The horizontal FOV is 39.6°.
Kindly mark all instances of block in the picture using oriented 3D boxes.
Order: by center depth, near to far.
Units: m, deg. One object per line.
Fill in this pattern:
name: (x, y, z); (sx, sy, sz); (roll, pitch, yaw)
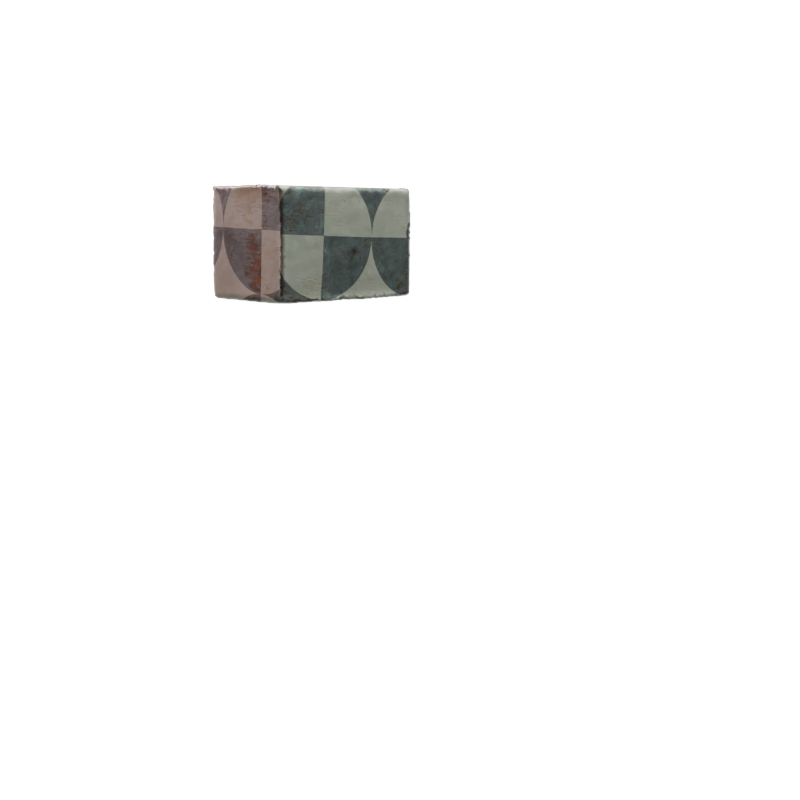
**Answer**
block: (-0.040, -0.073, 0.509); (0.075, 0.051, 0.055); (-6, 8, -42)
